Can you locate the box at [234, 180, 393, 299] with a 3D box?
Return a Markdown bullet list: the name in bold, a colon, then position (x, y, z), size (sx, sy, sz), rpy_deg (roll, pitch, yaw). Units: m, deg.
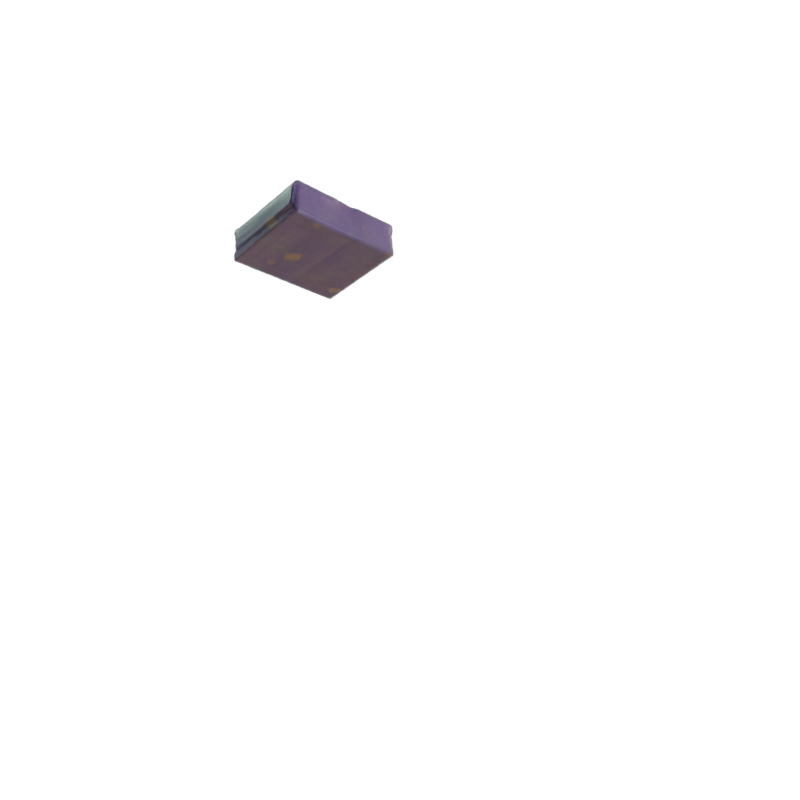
- **box**: position (-0.061, -0.112, 0.781), size (0.084, 0.032, 0.072), rpy_deg (22, -37, -33)
